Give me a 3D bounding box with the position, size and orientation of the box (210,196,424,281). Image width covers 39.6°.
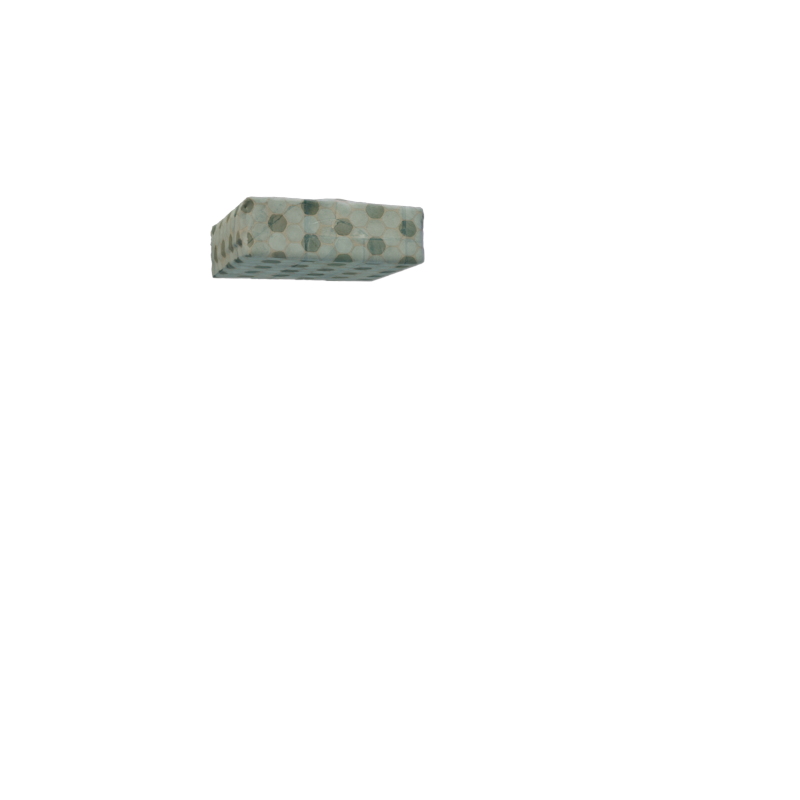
[{"bbox_3d":[-0.042,-0.077,0.540,0.087,0.031,0.074,1,-3,-18],"label":"box"}]
